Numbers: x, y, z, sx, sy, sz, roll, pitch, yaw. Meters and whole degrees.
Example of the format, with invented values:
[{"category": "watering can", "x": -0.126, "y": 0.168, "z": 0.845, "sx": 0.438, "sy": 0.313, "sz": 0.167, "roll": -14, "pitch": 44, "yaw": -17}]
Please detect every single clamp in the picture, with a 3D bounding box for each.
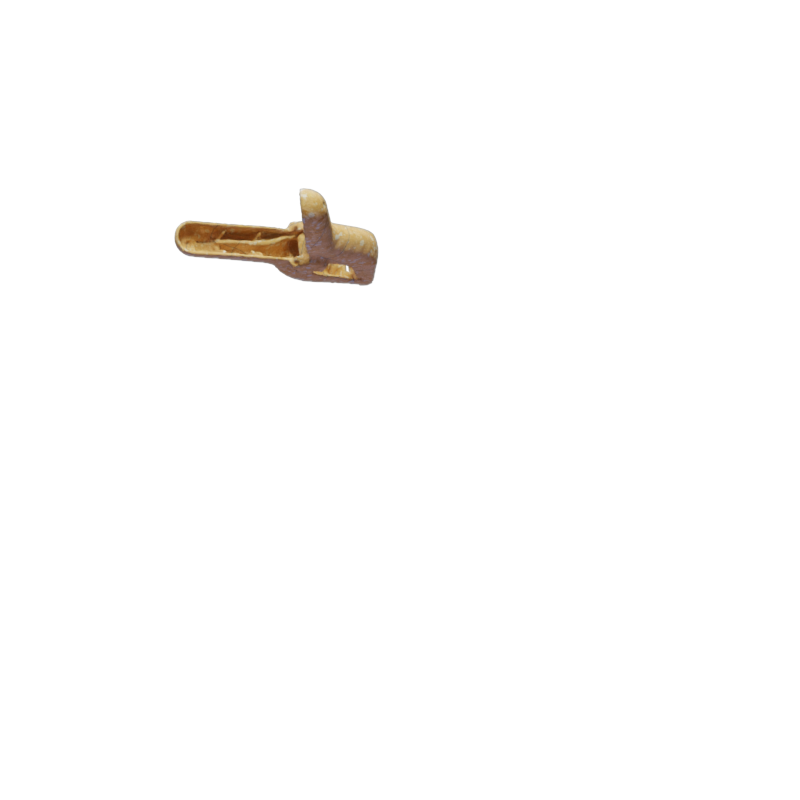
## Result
[{"category": "clamp", "x": -0.062, "y": -0.114, "z": 0.797, "sx": 0.124, "sy": 0.040, "sz": 0.163, "roll": -4, "pitch": -6, "yaw": 41}]
